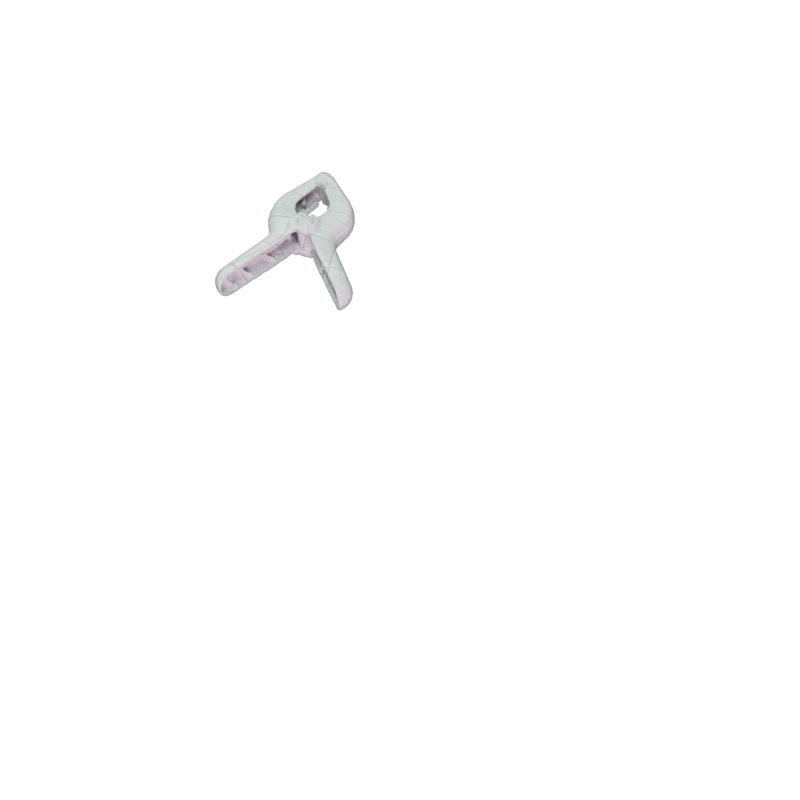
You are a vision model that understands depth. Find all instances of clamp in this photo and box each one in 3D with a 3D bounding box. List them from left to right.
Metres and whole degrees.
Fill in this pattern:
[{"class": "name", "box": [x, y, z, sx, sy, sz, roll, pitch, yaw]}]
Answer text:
[{"class": "clamp", "box": [-0.078, -0.142, 0.992, 0.124, 0.179, 0.036, 16, -40, 14]}]
